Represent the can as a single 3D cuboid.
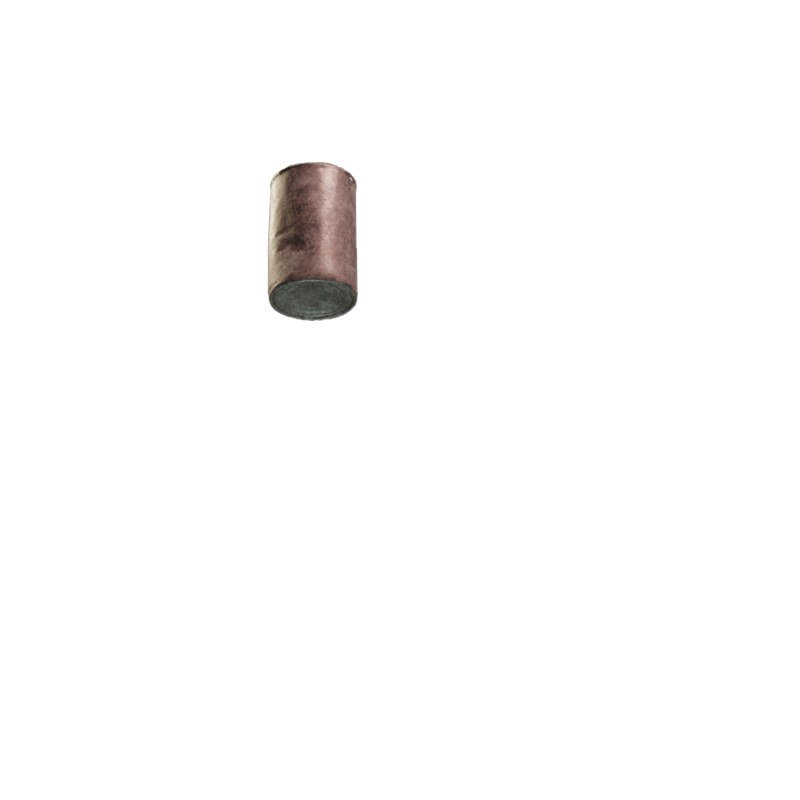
[{"bbox_3d":[-0.066,-0.120,0.838,0.068,0.109,0.065,0,-28,-2],"label":"can"}]
